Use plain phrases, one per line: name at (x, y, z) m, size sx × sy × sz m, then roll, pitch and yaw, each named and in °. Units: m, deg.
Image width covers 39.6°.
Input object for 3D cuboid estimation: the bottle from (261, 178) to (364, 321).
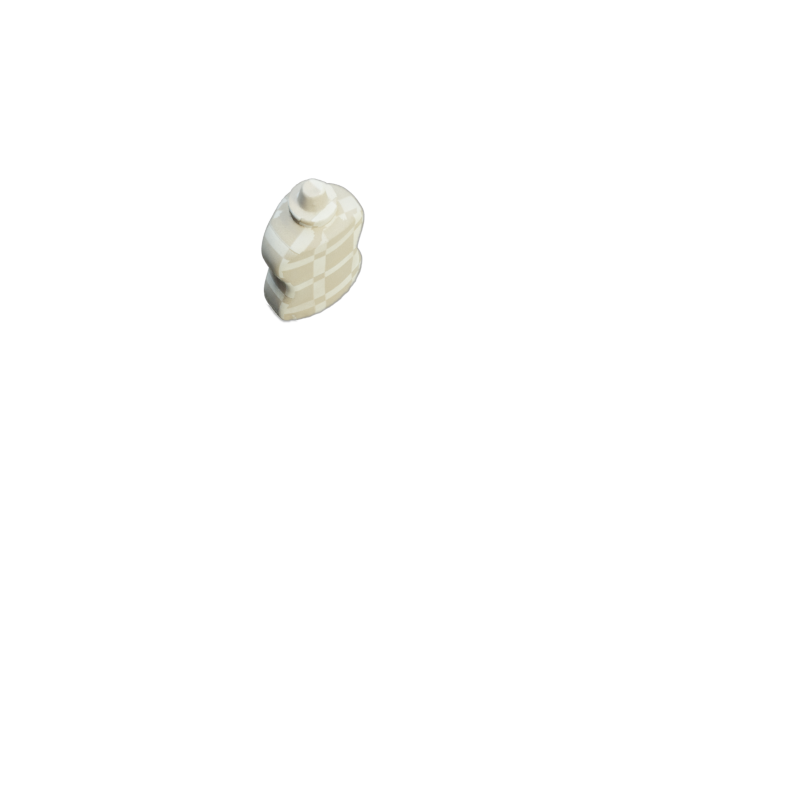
bottle at (-0.076, -0.139, 0.973) m, size 0.096 × 0.061 × 0.182 m, roll -32°, pitch -15°, yaw -14°
